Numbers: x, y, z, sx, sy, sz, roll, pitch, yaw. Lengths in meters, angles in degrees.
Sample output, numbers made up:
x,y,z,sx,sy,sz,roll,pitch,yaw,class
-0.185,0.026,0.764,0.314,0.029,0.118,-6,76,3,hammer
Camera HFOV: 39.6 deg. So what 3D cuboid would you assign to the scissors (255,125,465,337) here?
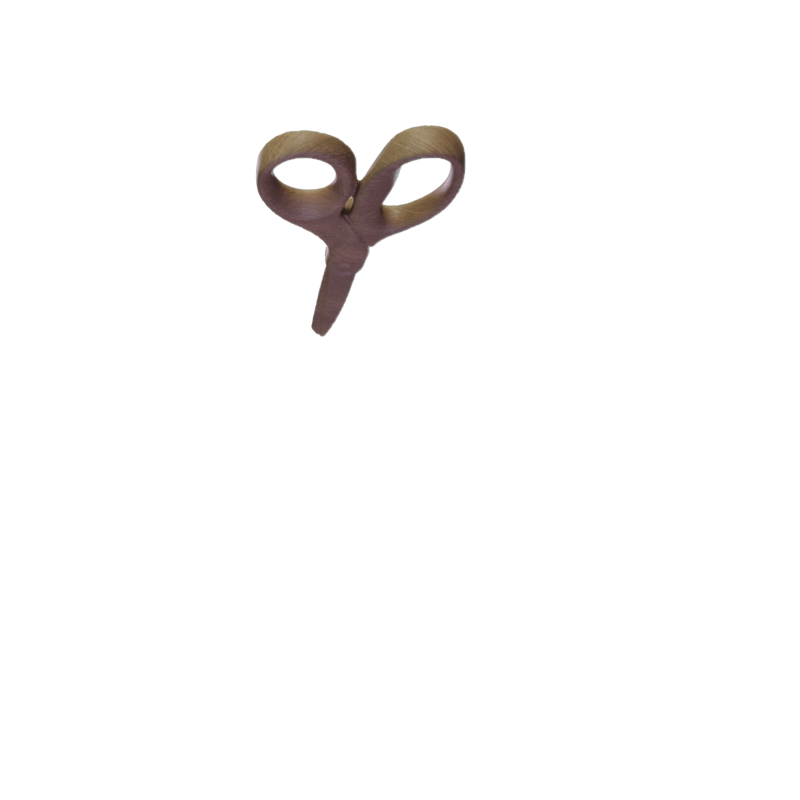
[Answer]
x,y,z,sx,sy,sz,roll,pitch,yaw,class
-0.041,-0.074,0.521,0.093,0.017,0.198,10,-24,-24,scissors
